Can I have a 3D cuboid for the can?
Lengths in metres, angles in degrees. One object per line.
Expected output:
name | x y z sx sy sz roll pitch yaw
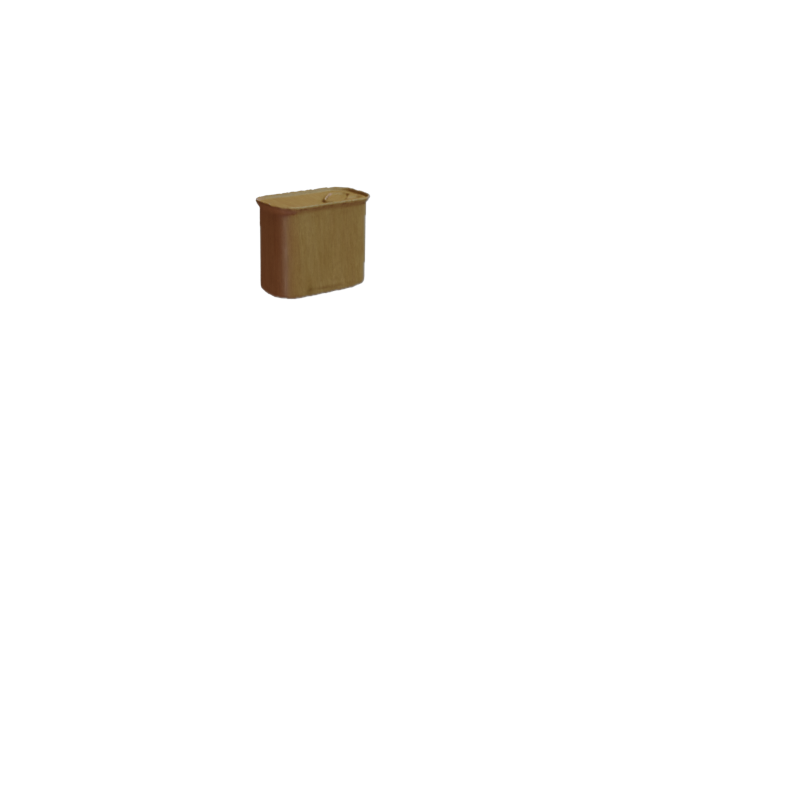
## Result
can | -0.078 -0.142 0.995 0.100 0.081 0.061 -13 22 -35
